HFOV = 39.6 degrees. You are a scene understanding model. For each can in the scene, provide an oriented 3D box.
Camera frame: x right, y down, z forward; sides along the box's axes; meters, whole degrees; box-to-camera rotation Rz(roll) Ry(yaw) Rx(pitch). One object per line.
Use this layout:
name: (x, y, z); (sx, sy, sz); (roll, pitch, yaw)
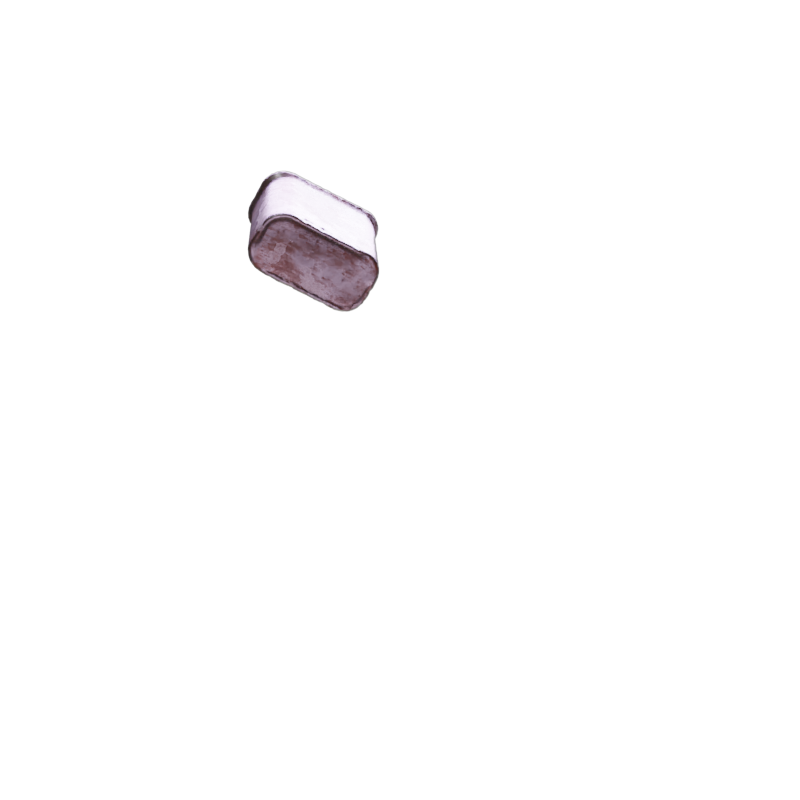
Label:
can: (-0.066, -0.121, 0.843); (0.099, 0.056, 0.089); (25, 24, -14)
